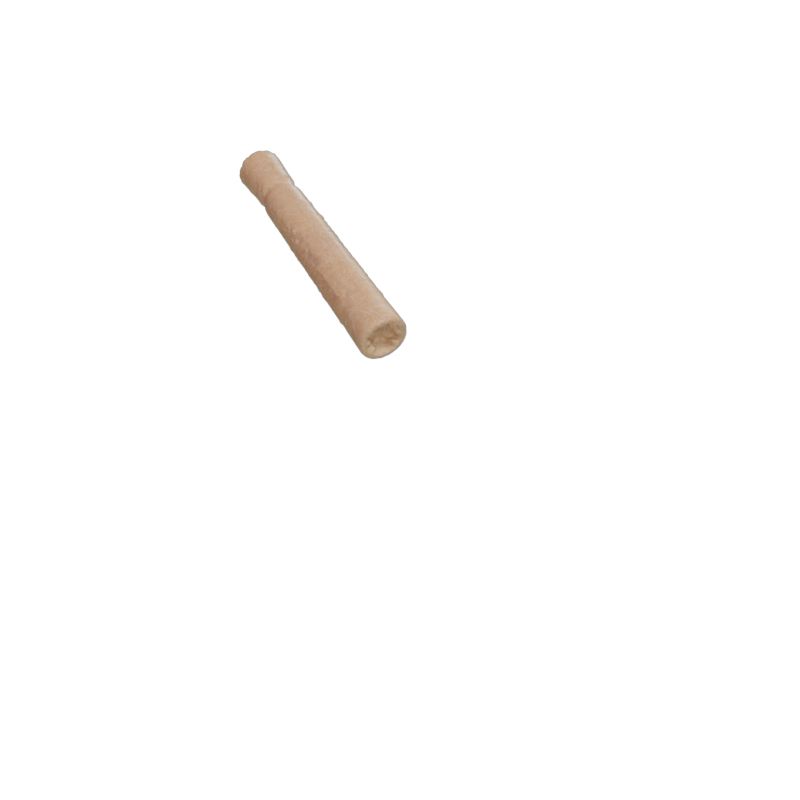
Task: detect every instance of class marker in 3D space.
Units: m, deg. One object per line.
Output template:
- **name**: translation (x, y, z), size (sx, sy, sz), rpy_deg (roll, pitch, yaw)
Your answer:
- **marker**: translation (-0.034, -0.062, 0.433), size (0.019, 0.019, 0.131), rpy_deg (-2, 39, -32)
